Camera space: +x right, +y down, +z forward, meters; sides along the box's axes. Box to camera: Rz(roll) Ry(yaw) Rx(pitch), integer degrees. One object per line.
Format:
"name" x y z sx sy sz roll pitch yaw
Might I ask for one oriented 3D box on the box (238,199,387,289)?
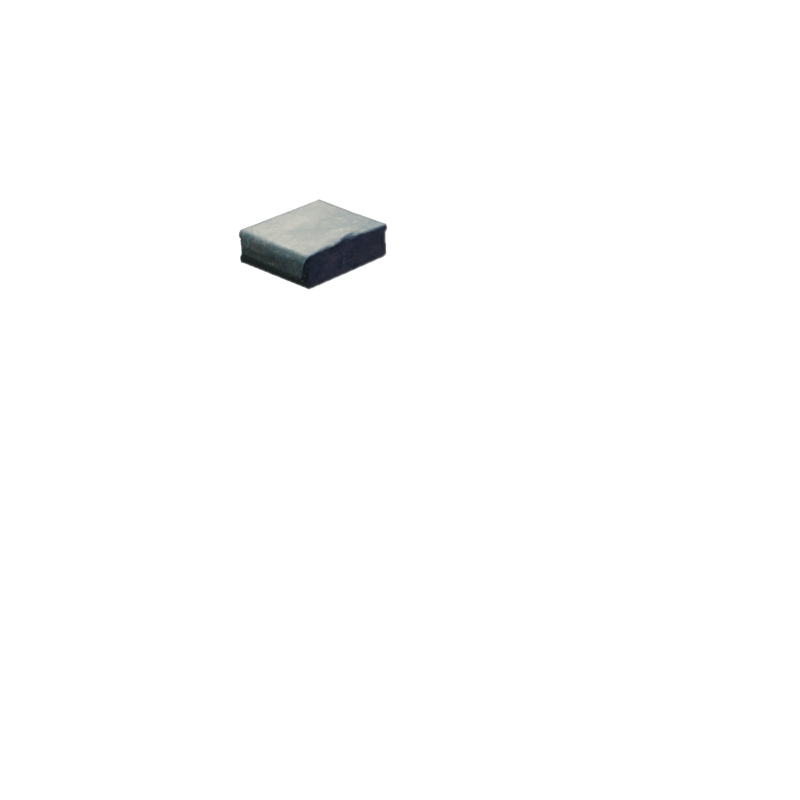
"box" -0.066 -0.120 0.838 0.078 0.028 0.089 24 38 36
